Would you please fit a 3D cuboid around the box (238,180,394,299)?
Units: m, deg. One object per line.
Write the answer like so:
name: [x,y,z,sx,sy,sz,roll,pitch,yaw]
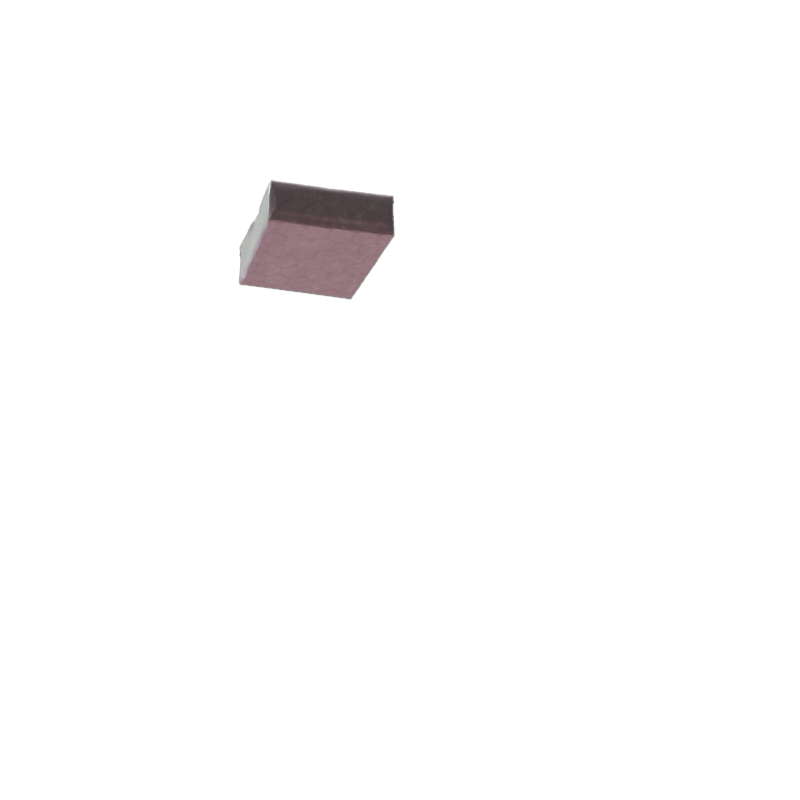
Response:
box: [-0.051,-0.093,0.654,0.071,0.032,0.087,6,-22,-16]
